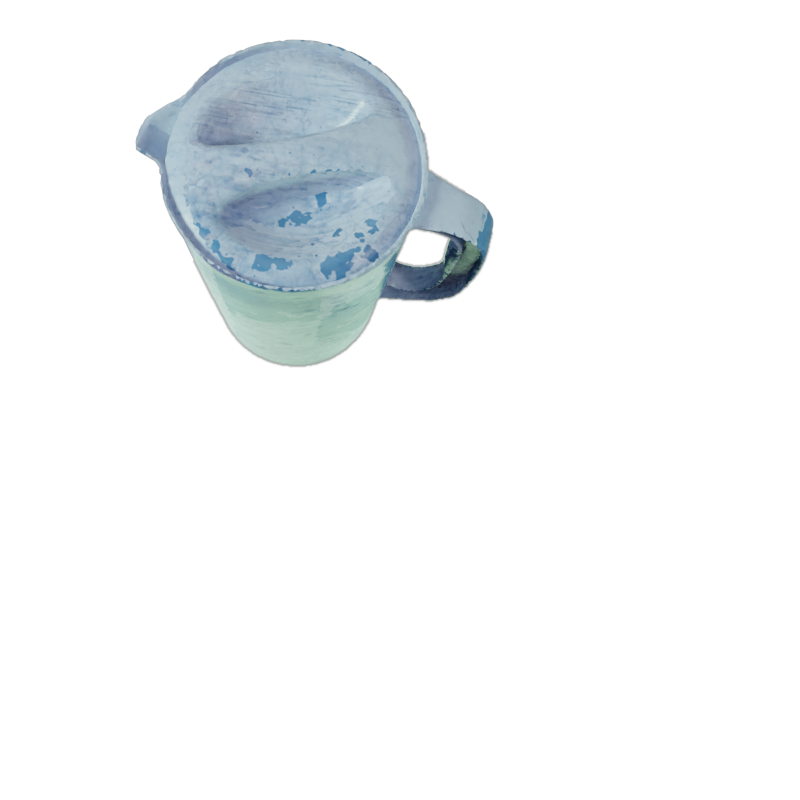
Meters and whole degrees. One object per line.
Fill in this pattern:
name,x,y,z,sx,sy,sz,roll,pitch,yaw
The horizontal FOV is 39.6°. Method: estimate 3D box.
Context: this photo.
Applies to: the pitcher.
pitcher,-0.051,-0.093,0.650,0.145,0.155,0.235,-30,-10,-9
